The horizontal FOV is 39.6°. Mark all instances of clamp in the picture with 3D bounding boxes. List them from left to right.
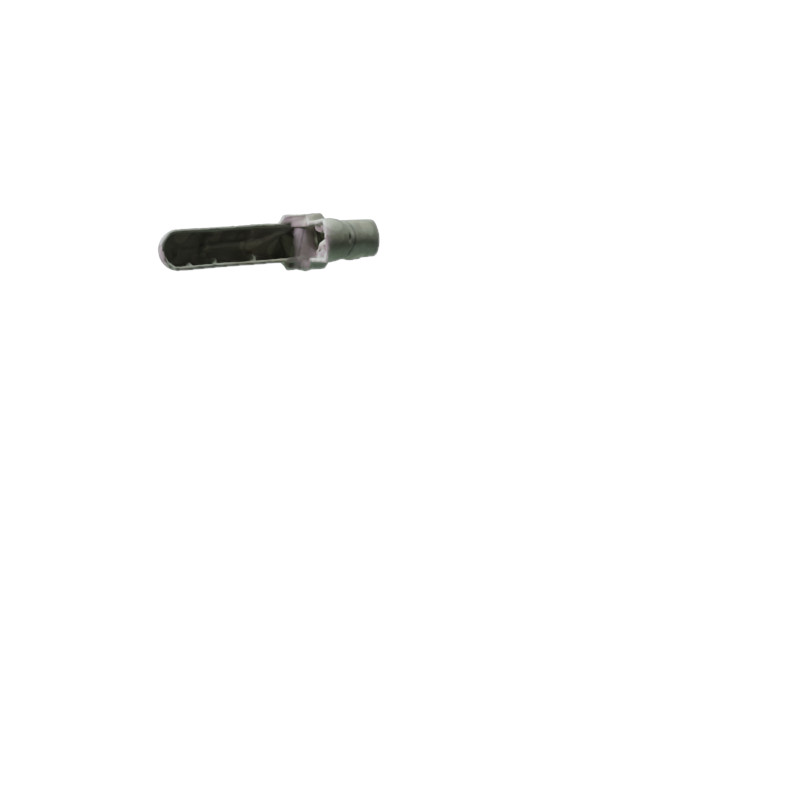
[{"bbox_3d":[-0.054,-0.099,0.693,0.125,0.038,0.168,7,14,30],"label":"clamp"}]
